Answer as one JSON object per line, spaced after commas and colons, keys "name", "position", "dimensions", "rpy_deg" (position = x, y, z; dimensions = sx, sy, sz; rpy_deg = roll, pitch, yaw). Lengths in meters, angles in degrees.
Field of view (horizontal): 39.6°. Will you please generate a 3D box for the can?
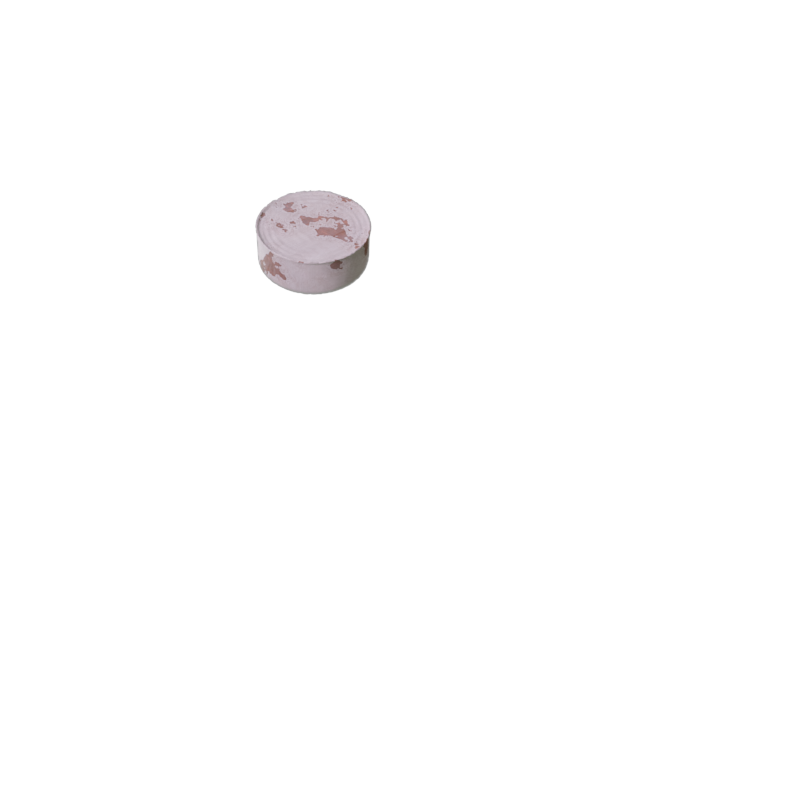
{"name": "can", "position": [-0.065, -0.119, 0.831], "dimensions": [0.086, 0.031, 0.092], "rpy_deg": [-1, 44, -1]}
